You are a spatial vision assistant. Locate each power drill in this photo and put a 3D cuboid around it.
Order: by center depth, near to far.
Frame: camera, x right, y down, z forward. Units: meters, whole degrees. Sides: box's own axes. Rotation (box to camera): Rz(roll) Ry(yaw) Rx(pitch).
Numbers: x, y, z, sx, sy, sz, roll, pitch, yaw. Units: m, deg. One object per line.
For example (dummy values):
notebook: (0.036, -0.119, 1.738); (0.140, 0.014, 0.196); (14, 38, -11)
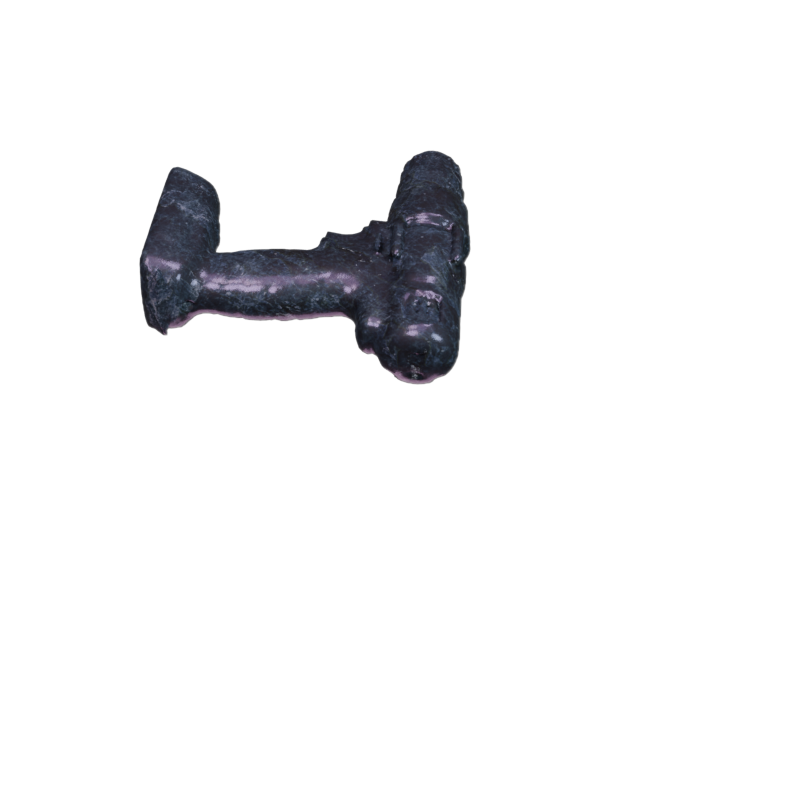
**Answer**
power drill: (-0.052, -0.095, 0.665); (0.189, 0.053, 0.197); (4, 44, 4)
